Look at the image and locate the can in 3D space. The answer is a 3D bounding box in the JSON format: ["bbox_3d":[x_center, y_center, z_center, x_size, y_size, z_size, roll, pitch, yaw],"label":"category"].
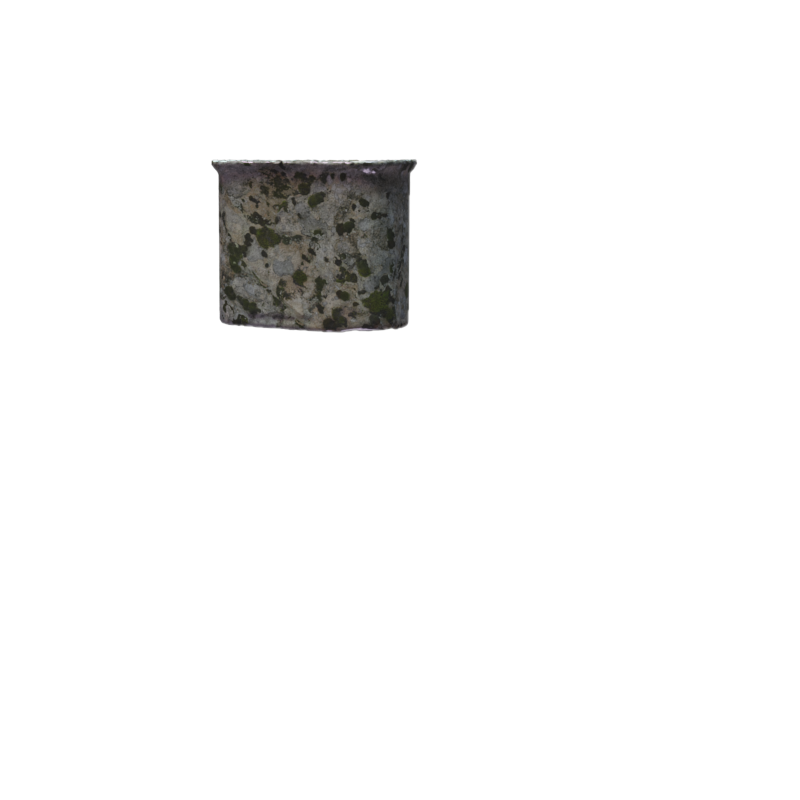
[{"bbox_3d":[-0.044,-0.080,0.563,0.105,0.083,0.057,4,8,24],"label":"can"}]
